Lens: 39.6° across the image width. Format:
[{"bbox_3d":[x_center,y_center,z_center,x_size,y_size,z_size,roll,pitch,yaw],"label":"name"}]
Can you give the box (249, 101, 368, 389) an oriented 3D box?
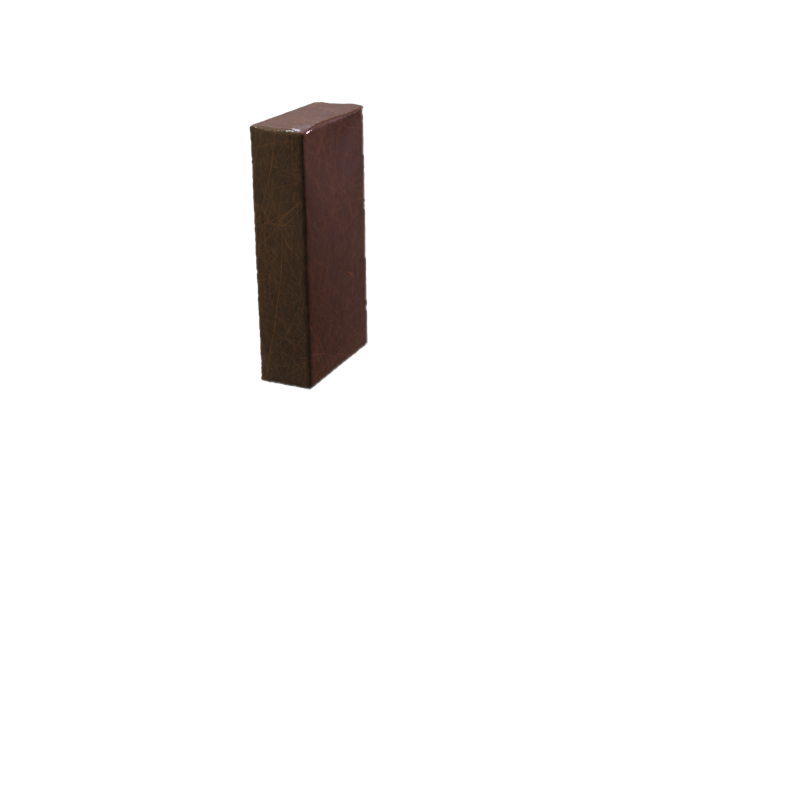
[{"bbox_3d":[-0.059,-0.107,0.752,0.050,0.168,0.094,10,23,22],"label":"box"}]
